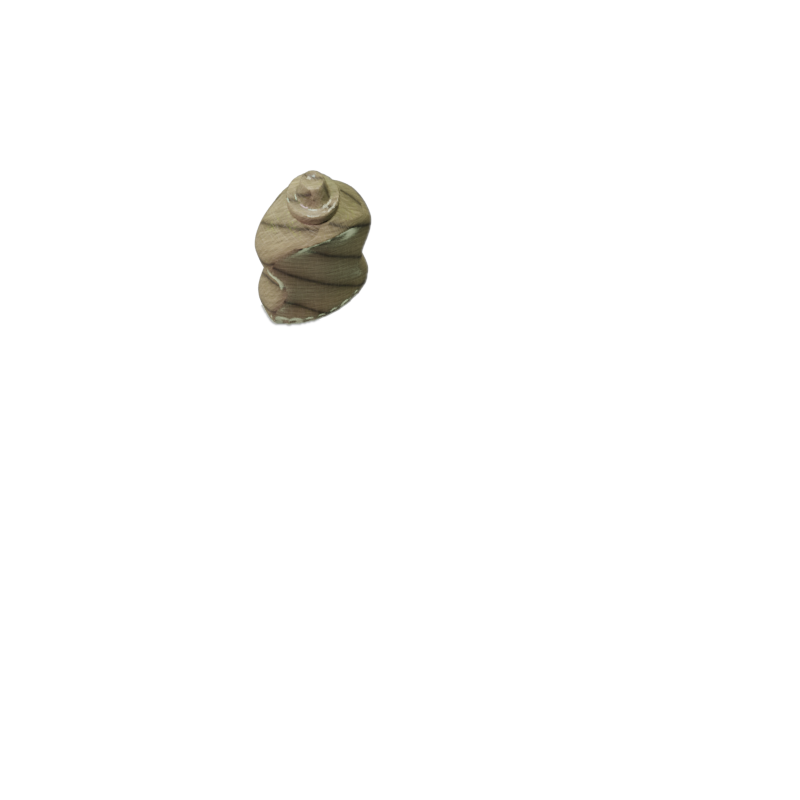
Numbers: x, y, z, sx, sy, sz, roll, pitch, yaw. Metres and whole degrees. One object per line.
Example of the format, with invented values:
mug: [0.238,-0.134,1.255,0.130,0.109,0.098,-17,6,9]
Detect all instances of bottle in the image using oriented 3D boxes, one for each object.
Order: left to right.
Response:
bottle: [-0.071,-0.129,0.902,0.096,0.062,0.182,-23,-18,-12]
